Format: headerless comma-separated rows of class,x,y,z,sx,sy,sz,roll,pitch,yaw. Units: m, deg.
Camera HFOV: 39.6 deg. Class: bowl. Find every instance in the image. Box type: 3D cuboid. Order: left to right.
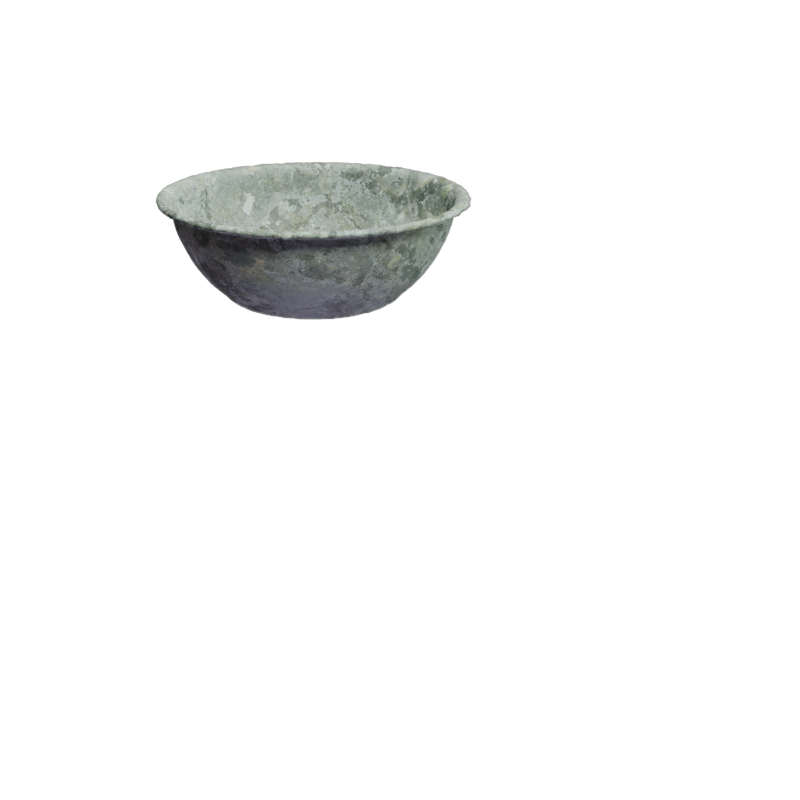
bowl,-0.045,-0.083,0.579,0.162,0.053,0.170,-1,23,-2
